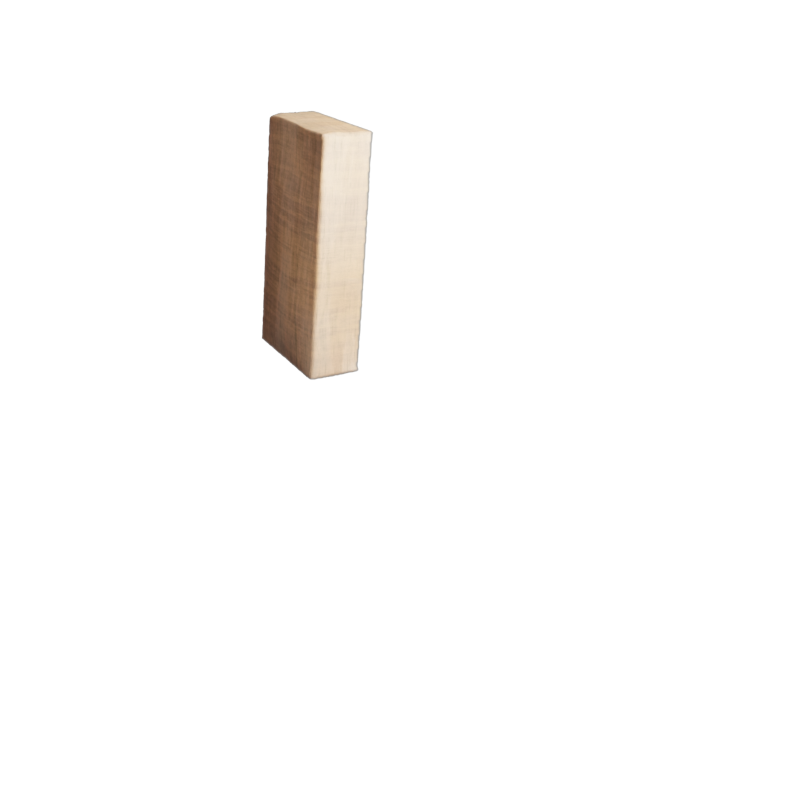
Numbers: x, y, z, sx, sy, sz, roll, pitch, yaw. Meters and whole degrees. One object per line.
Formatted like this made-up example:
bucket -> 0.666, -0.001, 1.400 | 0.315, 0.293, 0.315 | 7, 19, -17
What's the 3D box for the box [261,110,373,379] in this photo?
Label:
box -> -0.063, -0.114, 0.798 | 0.047, 0.170, 0.099 | -8, 20, -27
